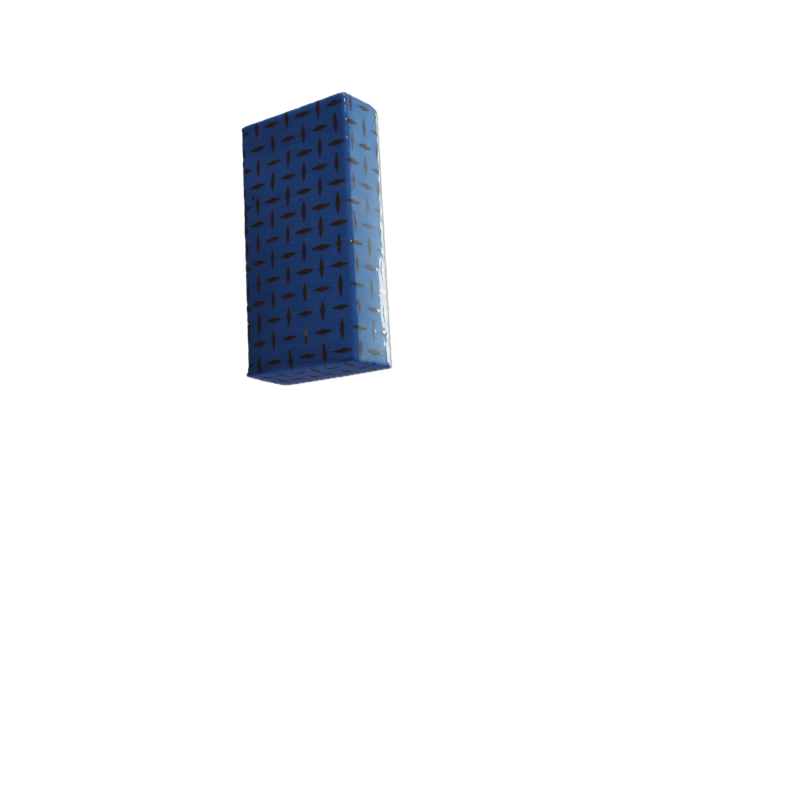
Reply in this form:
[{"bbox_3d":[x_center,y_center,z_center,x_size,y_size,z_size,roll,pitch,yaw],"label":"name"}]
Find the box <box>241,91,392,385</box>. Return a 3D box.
[{"bbox_3d":[-0.056,-0.104,0.725,0.095,0.183,0.045,-12,-20,35],"label":"box"}]
